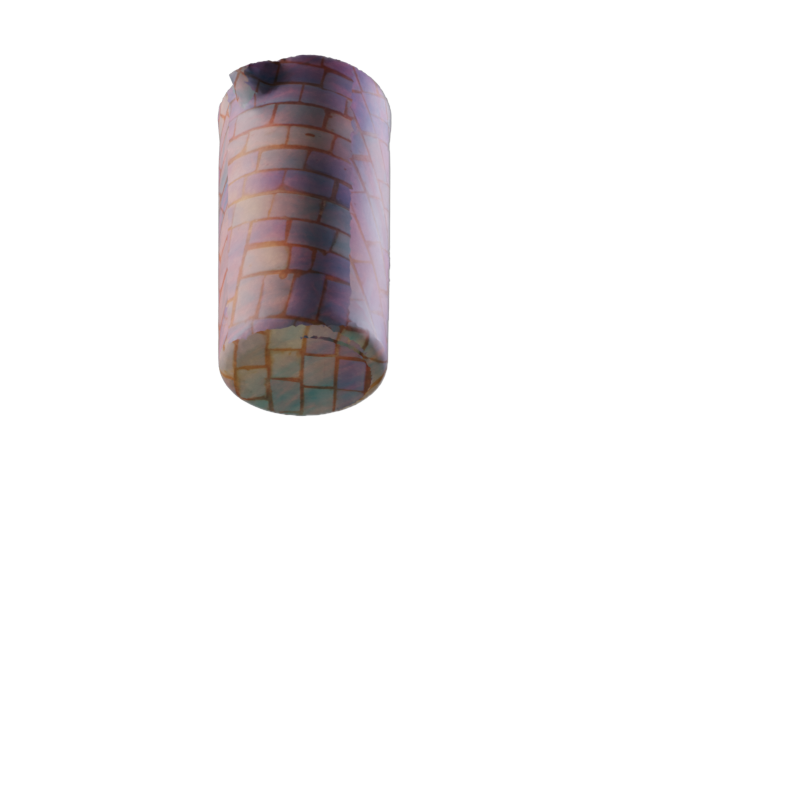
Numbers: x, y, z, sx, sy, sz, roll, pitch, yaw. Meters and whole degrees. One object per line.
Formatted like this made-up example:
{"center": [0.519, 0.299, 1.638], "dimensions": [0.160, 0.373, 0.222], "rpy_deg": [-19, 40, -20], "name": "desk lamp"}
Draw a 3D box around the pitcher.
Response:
{"center": [-0.061, -0.112, 0.781], "dimensions": [0.146, 0.260, 0.137], "rpy_deg": [7, -38, -12], "name": "pitcher"}
